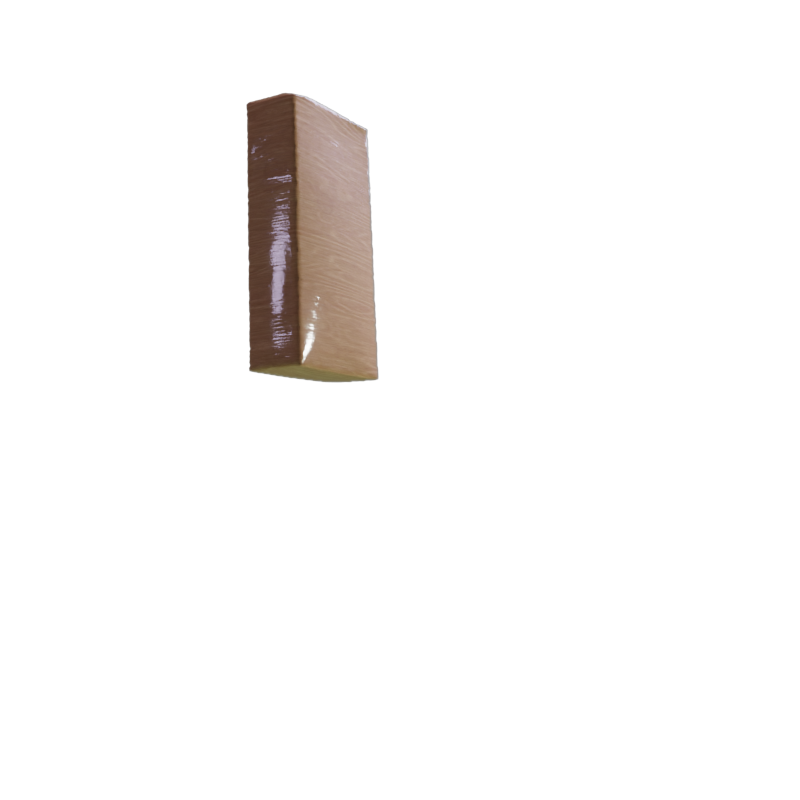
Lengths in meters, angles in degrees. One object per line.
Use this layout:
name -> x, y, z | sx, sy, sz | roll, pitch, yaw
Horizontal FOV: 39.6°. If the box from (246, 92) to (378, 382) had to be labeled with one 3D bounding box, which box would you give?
box -> -0.056, -0.103, 0.719 | 0.049, 0.182, 0.088 | -8, -14, 31
